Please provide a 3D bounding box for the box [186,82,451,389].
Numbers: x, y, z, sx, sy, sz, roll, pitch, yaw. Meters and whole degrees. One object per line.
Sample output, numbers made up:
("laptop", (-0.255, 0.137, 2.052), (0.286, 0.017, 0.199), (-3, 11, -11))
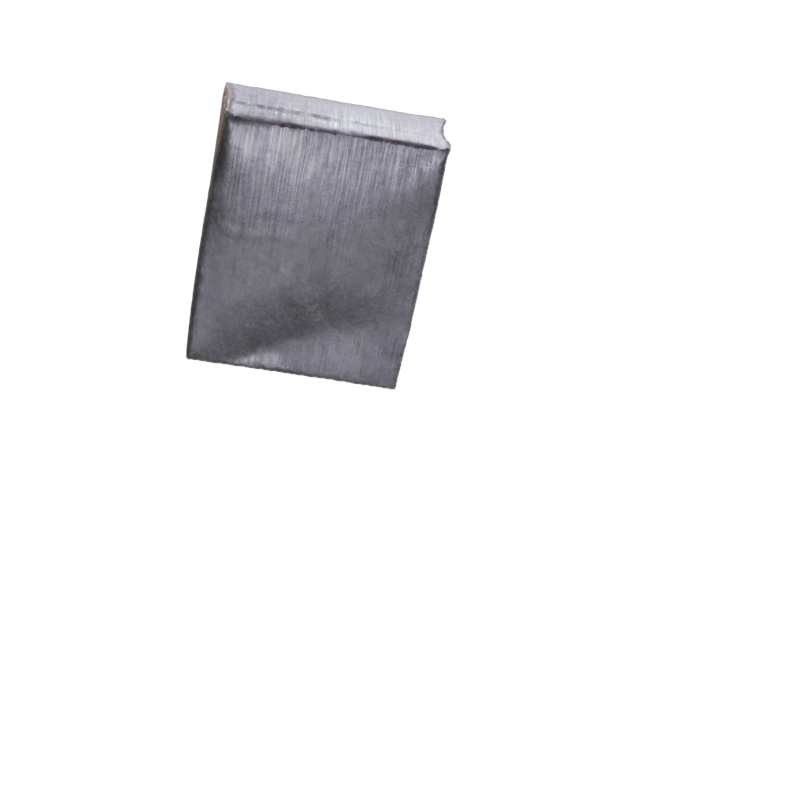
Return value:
("box", (-0.035, -0.064, 0.447), (0.089, 0.108, 0.041), (9, 30, -6))
